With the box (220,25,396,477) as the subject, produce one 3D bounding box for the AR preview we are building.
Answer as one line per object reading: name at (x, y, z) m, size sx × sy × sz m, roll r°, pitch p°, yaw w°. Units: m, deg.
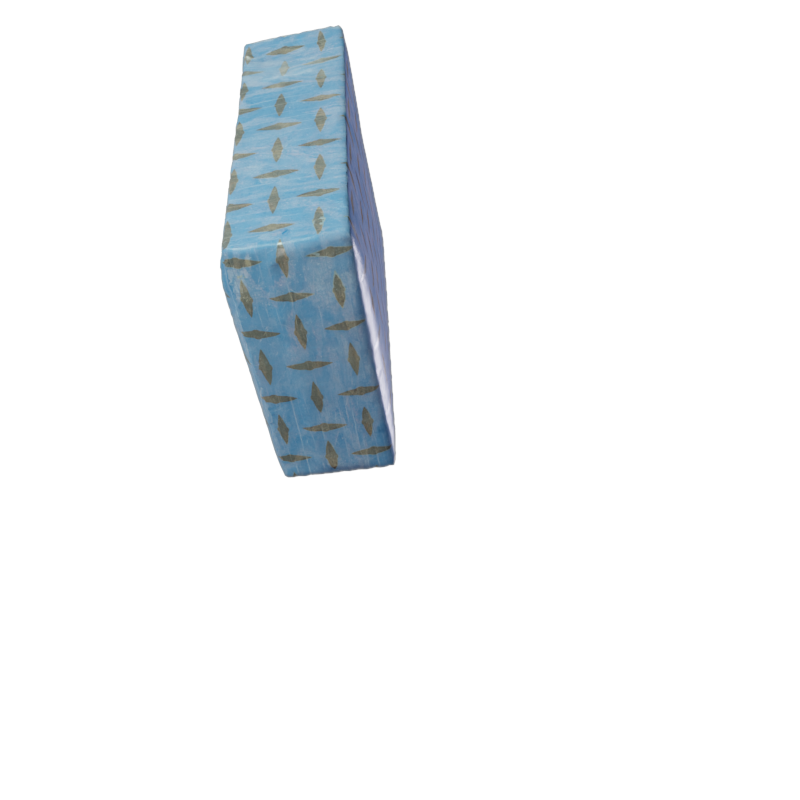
box at (-0.050, -0.092, 0.642) m, size 0.072 × 0.152 × 0.229 m, roll -8°, pitch 42°, yaw 4°
